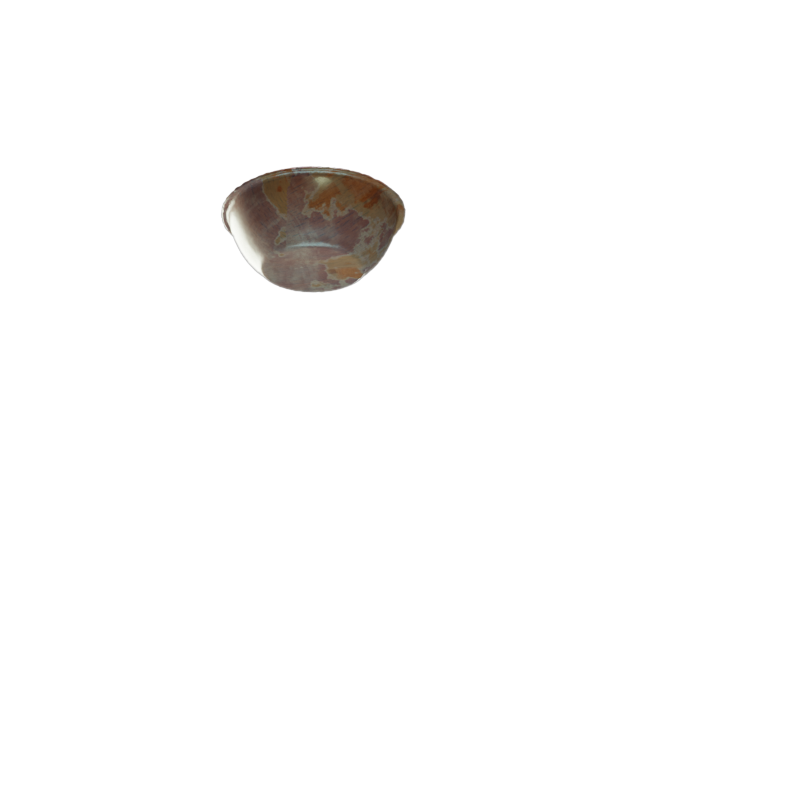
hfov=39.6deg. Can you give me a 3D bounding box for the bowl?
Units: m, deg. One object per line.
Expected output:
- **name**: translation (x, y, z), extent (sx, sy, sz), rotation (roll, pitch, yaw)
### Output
- **bowl**: translation (-0.075, -0.137, 0.959), extent (0.162, 0.058, 0.154), rotation (1, -22, -2)
